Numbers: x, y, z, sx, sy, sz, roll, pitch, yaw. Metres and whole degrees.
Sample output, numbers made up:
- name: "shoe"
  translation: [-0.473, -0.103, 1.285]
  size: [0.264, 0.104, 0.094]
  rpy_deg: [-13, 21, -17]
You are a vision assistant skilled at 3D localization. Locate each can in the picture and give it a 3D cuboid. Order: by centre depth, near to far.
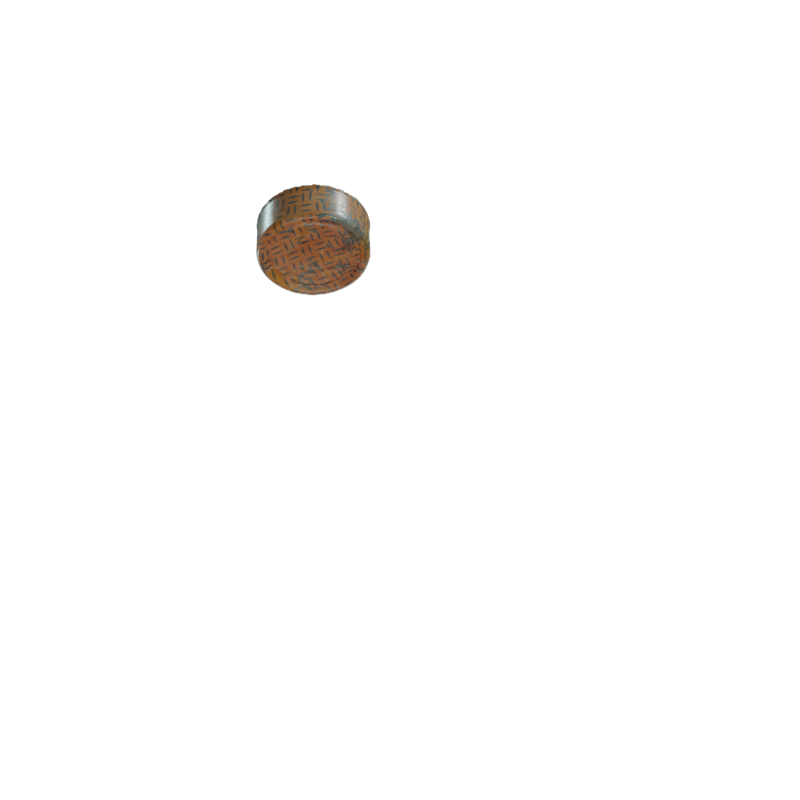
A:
- name: "can"
  translation: [-0.065, -0.118, 0.826]
  size: [0.086, 0.036, 0.080]
  rpy_deg: [1, -42, -1]
